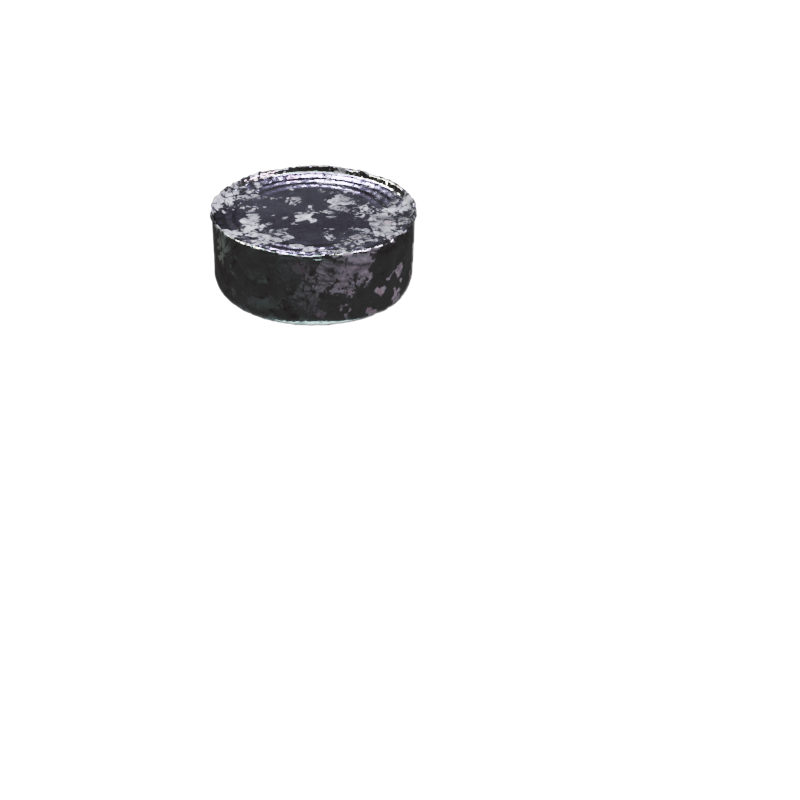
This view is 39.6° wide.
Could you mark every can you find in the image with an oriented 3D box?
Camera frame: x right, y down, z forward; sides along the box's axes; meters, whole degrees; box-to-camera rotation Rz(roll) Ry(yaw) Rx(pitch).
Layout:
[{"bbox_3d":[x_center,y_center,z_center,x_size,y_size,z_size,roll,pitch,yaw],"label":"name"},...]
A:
[{"bbox_3d":[-0.037,-0.067,0.467,0.086,0.032,0.091,-1,33,-2],"label":"can"}]
